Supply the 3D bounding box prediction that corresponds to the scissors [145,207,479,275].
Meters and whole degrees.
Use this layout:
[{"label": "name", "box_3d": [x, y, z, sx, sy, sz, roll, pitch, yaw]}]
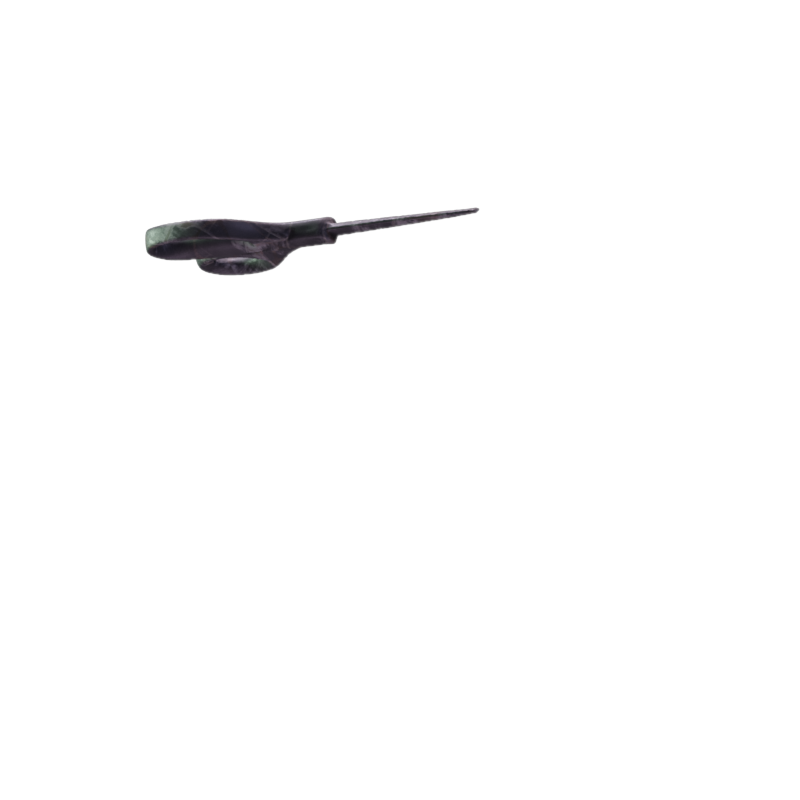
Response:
[{"label": "scissors", "box_3d": [-0.053, -0.096, 0.673, 0.204, 0.016, 0.092, -1, -9, 8]}]
